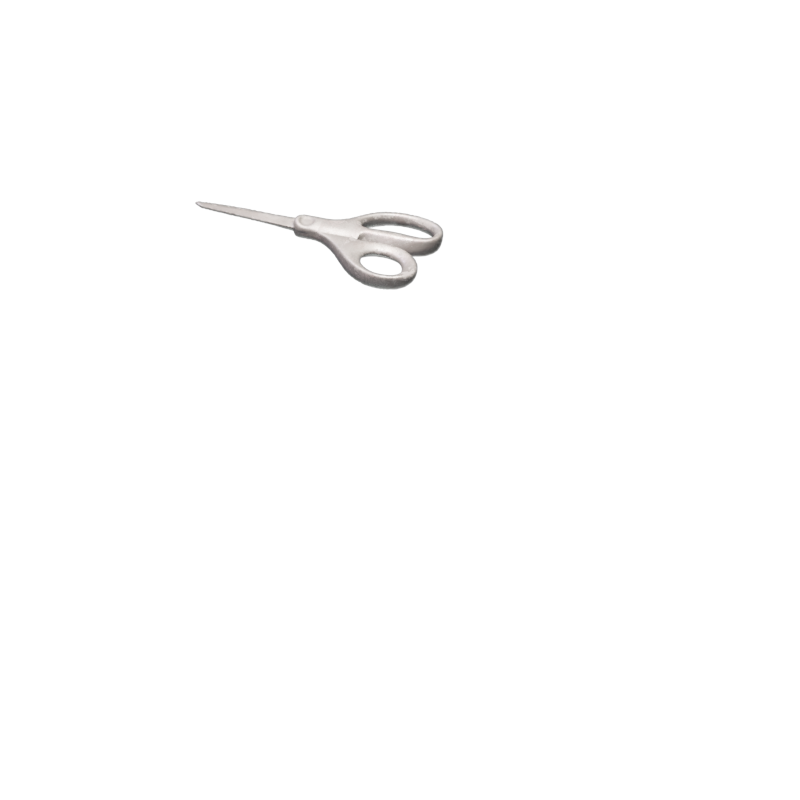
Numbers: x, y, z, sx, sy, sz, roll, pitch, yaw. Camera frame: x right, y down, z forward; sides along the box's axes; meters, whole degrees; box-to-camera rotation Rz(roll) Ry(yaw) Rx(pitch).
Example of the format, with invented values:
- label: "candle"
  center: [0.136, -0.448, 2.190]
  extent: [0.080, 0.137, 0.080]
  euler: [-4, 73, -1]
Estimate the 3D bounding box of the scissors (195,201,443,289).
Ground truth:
- label: "scissors"
  center: [-0.068, -0.124, 0.867]
  extent: [0.203, 0.015, 0.102]
  euler: [3, 41, 3]
